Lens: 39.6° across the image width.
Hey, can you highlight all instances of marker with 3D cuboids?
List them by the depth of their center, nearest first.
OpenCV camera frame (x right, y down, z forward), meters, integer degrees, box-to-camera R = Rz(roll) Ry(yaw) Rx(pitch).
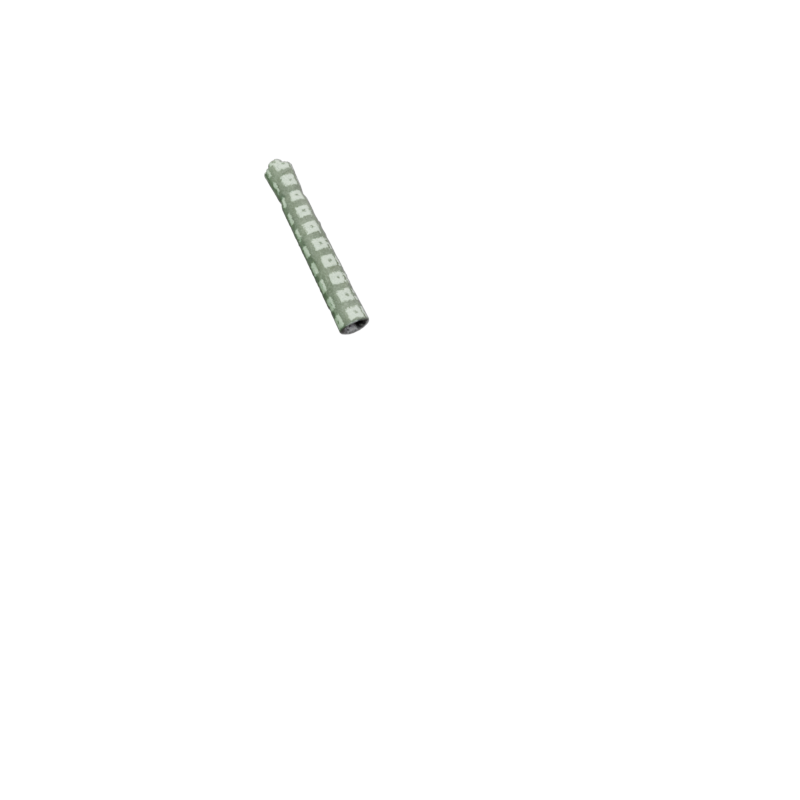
[{"bbox_3d":[-0.052,-0.095,0.667,0.020,0.128,0.019,-22,-23,-11],"label":"marker"}]
